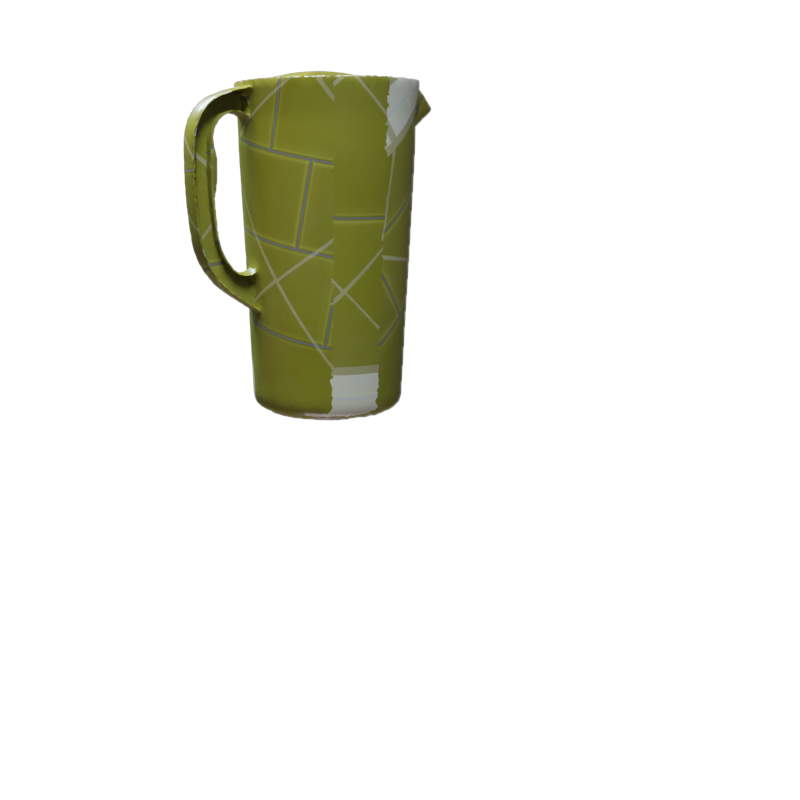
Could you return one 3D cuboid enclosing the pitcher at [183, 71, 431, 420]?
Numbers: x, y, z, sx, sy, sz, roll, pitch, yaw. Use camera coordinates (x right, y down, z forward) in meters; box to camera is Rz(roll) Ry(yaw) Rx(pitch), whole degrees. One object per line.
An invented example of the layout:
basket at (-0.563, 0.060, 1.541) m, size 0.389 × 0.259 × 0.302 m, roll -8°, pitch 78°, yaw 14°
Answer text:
pitcher at (-0.062, -0.114, 0.797) m, size 0.152 × 0.240 × 0.144 m, roll 2°, pitch 6°, yaw 16°
